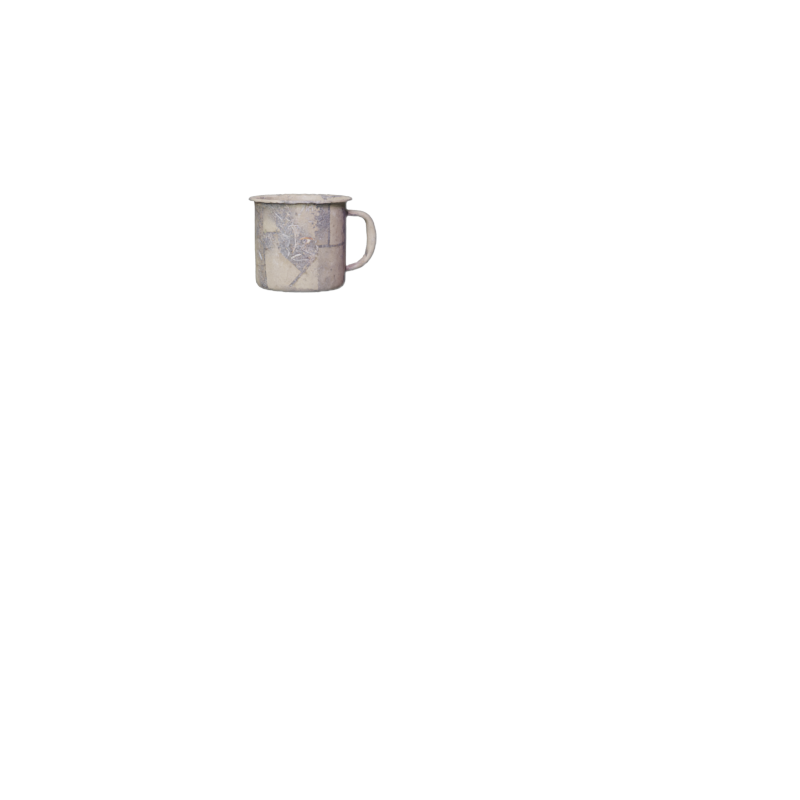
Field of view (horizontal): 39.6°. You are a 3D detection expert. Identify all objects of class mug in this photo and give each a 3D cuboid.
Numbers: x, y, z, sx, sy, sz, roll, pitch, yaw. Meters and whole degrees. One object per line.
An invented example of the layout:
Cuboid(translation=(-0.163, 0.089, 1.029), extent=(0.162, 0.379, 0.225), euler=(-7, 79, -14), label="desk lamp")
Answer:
Cuboid(translation=(-0.078, -0.143, 0.998), extent=(0.115, 0.080, 0.097), euler=(-4, 11, -18), label="mug")
